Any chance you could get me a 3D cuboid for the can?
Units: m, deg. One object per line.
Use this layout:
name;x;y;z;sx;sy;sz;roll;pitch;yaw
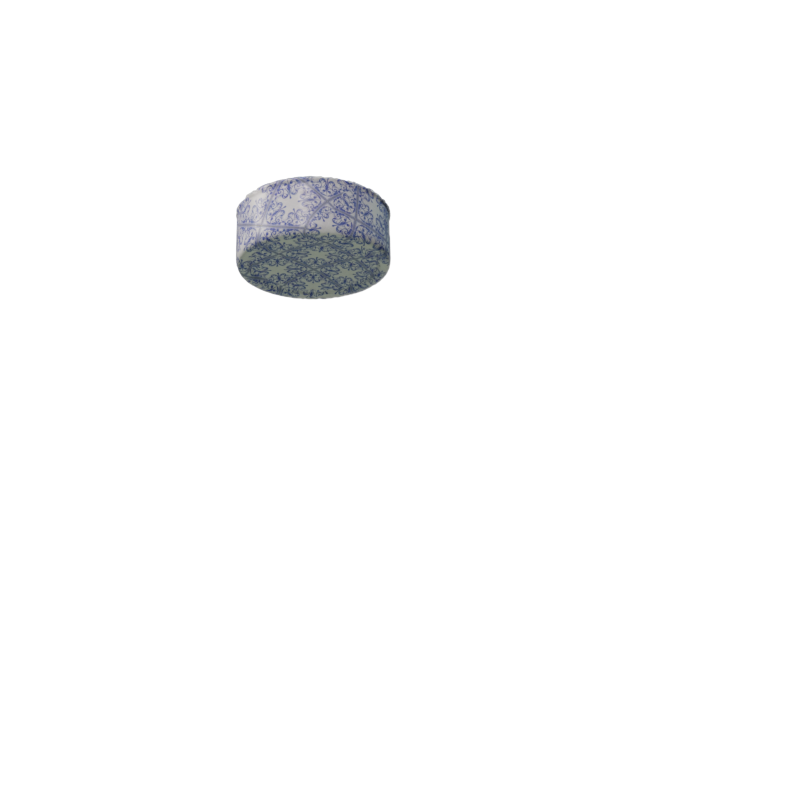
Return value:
can;-0.048;-0.087;0.610;0.086;0.035;0.081;0;-21;-2
